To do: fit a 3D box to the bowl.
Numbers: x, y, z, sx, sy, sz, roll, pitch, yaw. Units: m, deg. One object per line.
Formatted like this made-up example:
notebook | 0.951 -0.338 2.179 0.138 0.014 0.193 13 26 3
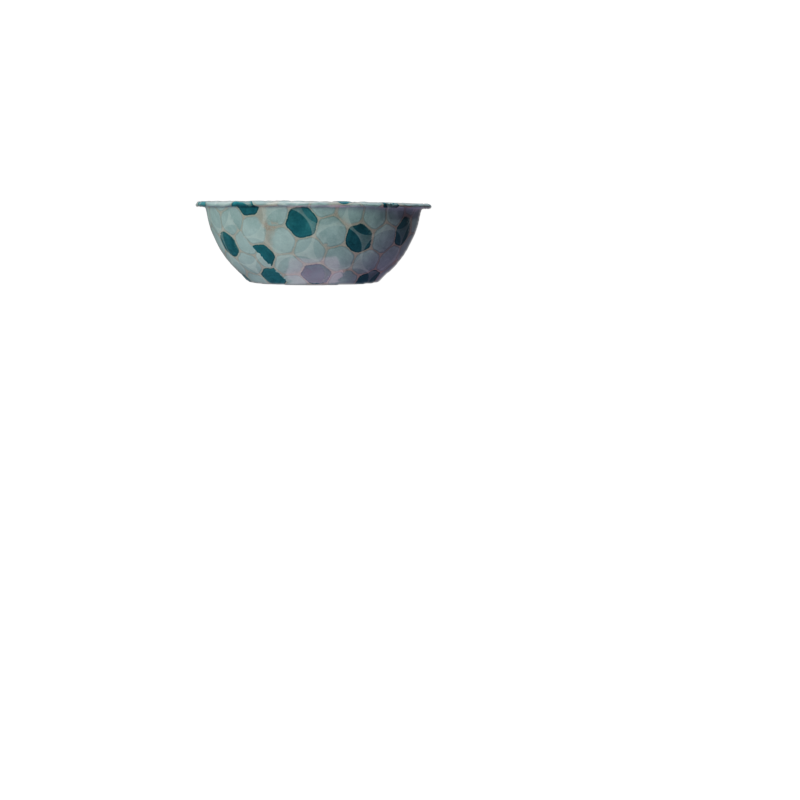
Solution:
bowl | -0.060 -0.109 0.761 0.162 0.054 0.164 0 8 -2
